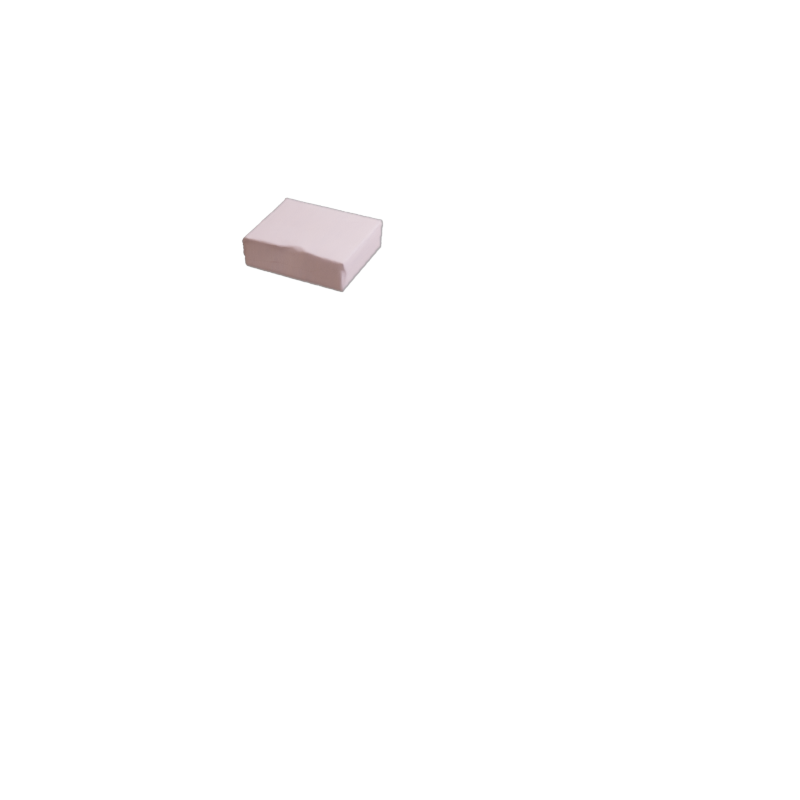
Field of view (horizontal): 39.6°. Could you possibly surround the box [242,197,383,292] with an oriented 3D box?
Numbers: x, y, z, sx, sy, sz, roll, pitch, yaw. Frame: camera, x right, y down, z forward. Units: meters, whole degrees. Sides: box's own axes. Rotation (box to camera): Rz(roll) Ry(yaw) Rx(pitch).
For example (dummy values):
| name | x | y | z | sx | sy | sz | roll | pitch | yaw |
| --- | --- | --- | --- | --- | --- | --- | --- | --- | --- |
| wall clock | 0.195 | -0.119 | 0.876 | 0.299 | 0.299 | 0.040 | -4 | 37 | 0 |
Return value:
| name | x | y | z | sx | sy | sz | roll | pitch | yaw |
| --- | --- | --- | --- | --- | --- | --- | --- | --- | --- |
| box | -0.069 | -0.125 | 0.874 | 0.093 | 0.028 | 0.075 | 16 | 39 | 20 |
